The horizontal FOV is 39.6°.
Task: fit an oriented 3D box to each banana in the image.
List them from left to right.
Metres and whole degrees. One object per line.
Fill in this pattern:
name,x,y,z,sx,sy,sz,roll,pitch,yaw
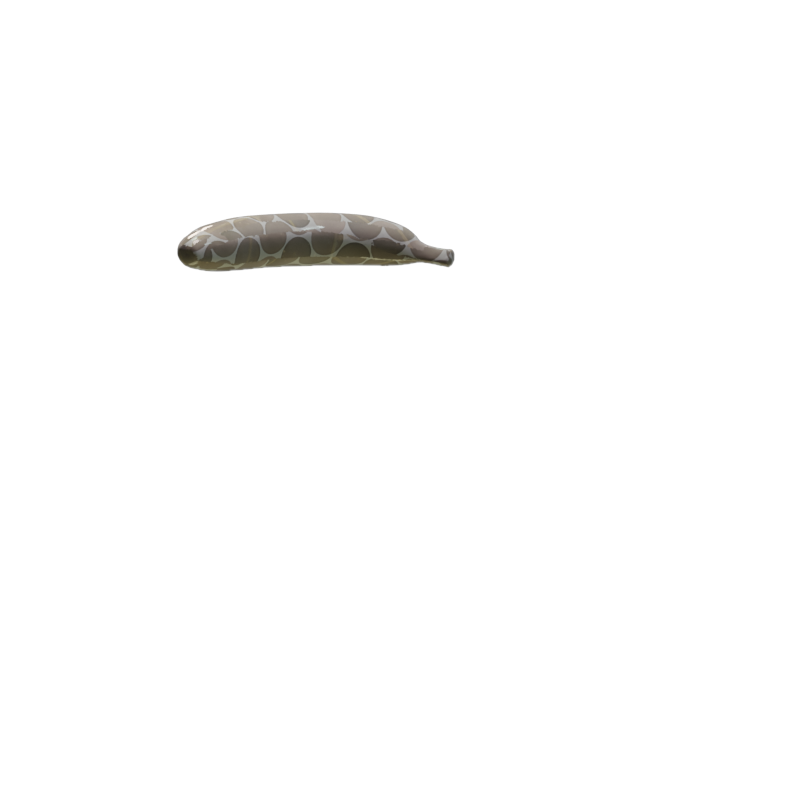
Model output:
banana,-0.062,-0.104,0.727,0.192,0.036,0.073,-6,10,-30
